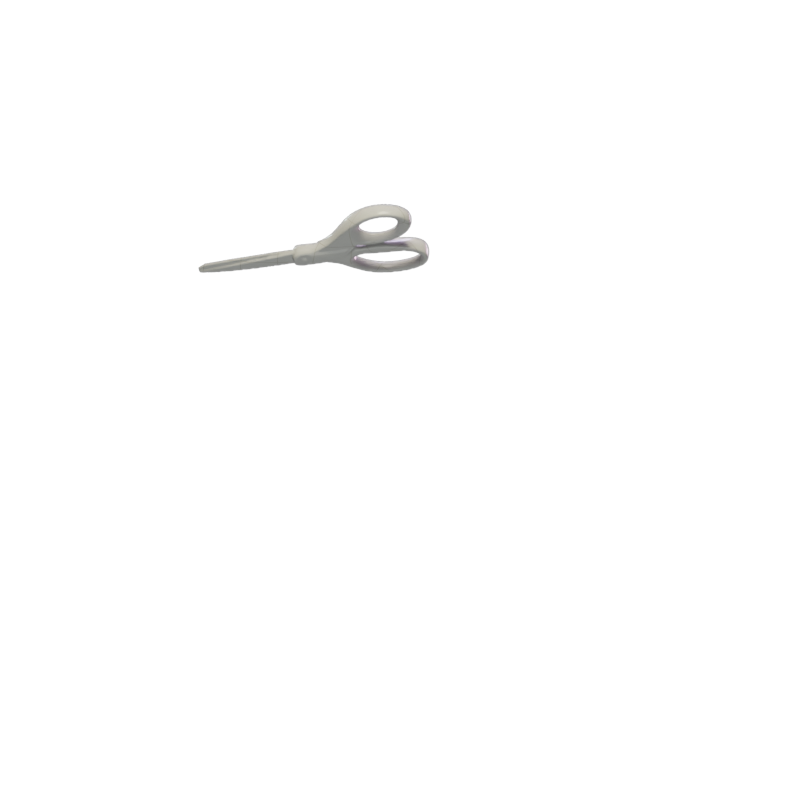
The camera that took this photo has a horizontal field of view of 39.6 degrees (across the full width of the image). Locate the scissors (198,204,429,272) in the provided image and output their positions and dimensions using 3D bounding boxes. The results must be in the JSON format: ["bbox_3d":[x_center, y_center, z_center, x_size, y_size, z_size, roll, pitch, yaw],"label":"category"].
[{"bbox_3d":[-0.074,-0.136,0.950,0.201,0.017,0.090,1,-30,-2],"label":"scissors"}]
